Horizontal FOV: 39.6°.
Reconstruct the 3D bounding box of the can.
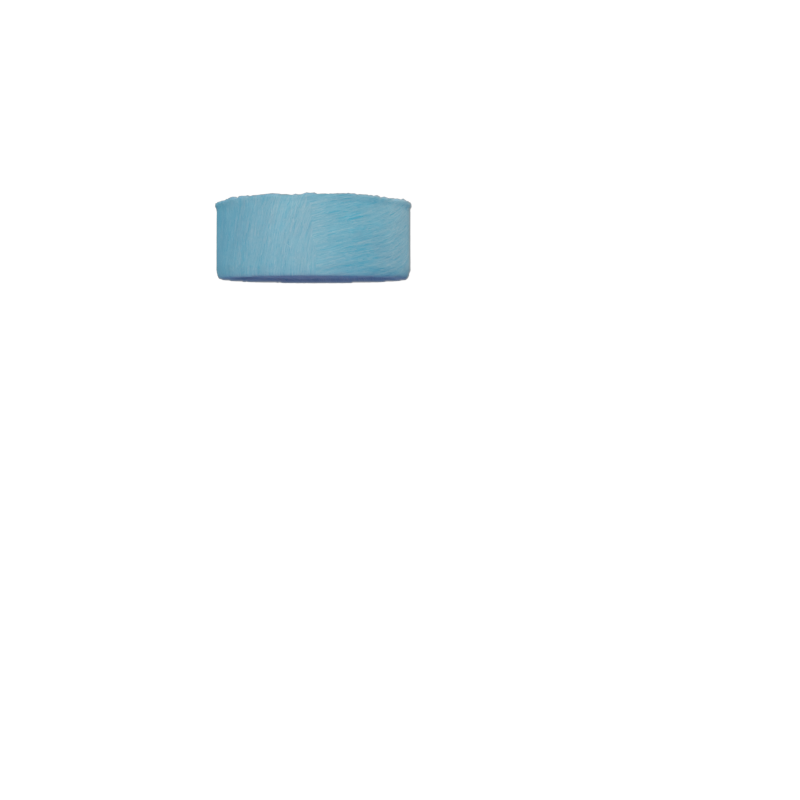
[{"bbox_3d":[-0.038,-0.069,0.483,0.086,0.034,0.086,0,3,-2],"label":"can"}]
